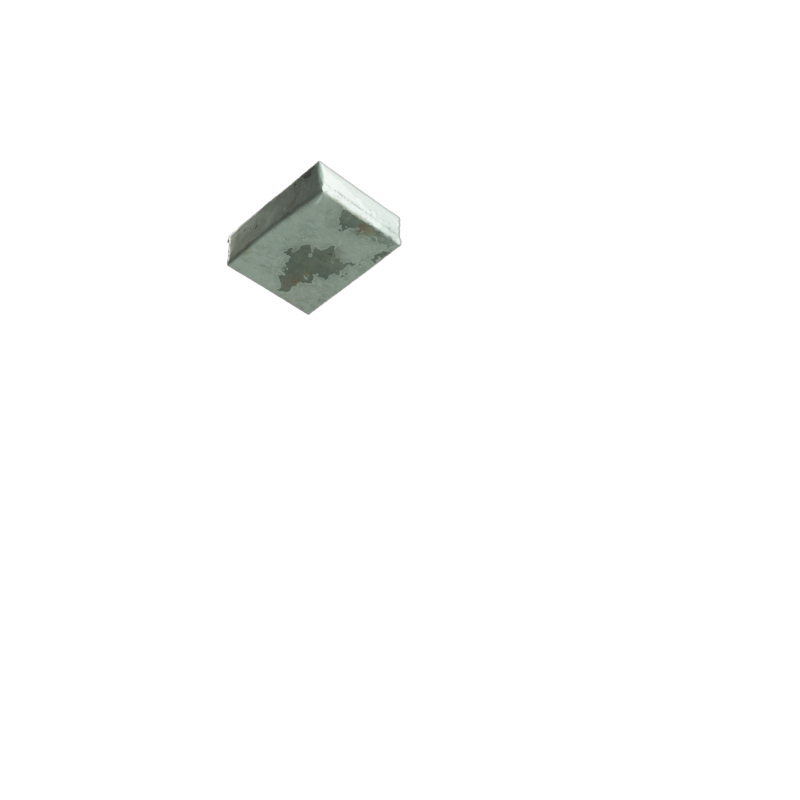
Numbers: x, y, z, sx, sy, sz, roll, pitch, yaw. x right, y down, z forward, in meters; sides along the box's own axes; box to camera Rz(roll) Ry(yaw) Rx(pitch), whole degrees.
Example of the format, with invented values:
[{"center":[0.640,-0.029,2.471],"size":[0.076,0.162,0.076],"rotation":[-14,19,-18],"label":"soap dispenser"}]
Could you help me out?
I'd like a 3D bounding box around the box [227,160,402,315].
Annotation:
[{"center":[-0.069,-0.126,0.881],"size":[0.113,0.042,0.084],"rotation":[-33,-49,33],"label":"box"}]
